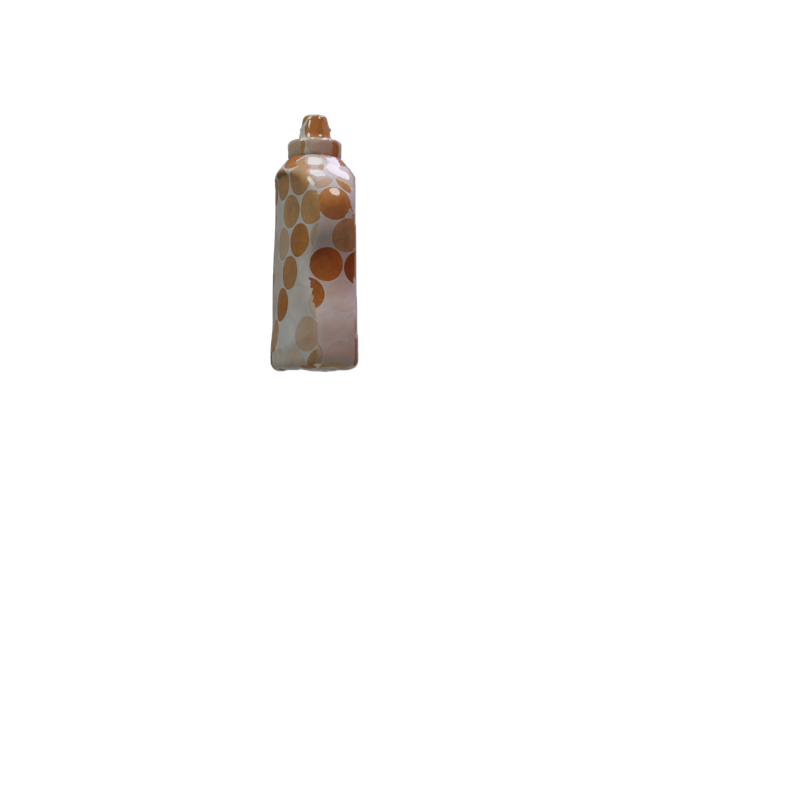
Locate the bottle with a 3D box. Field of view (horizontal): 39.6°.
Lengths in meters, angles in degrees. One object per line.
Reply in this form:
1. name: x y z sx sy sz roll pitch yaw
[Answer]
1. bottle: -0.064 -0.118 0.828 0.057 0.195 0.097 2 -7 -21
